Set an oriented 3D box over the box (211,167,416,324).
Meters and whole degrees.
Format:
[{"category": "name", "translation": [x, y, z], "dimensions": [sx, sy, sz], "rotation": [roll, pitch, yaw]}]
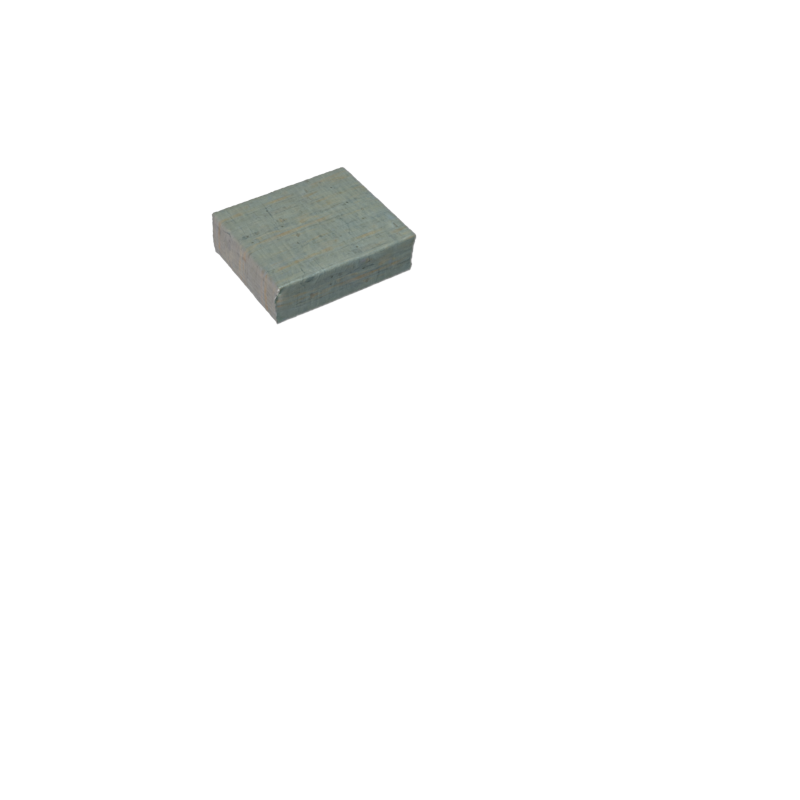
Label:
[{"category": "box", "translation": [-0.060, -0.109, 0.765], "dimensions": [0.113, 0.036, 0.097], "rotation": [-26, 51, -24]}]
